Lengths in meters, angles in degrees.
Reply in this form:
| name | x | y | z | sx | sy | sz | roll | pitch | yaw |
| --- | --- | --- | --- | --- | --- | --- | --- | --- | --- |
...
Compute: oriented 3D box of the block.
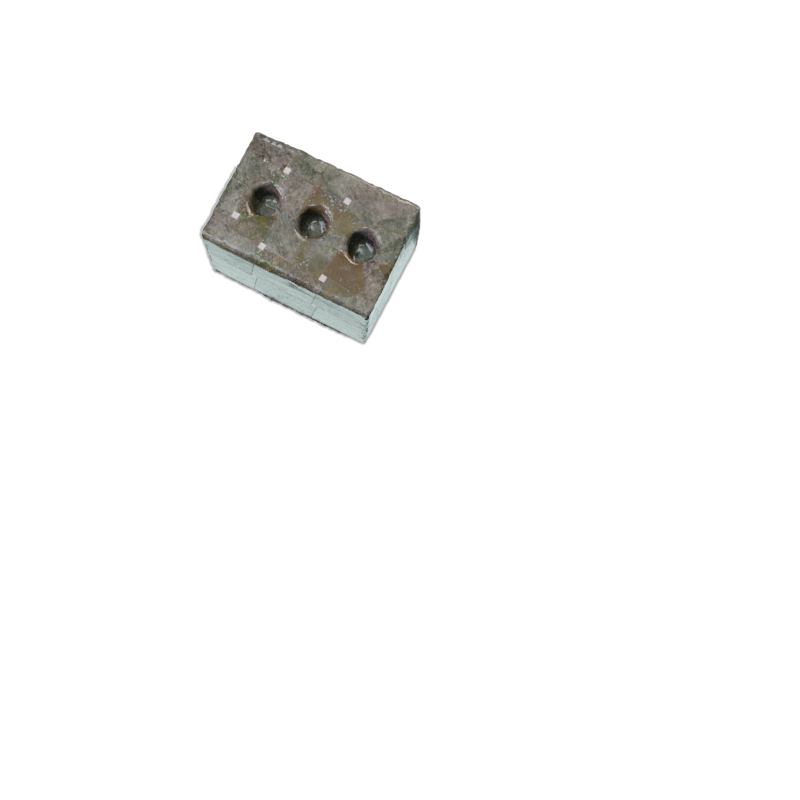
| name | x | y | z | sx | sy | sz | roll | pitch | yaw |
| --- | --- | --- | --- | --- | --- | --- | --- | --- | --- |
| block | -0.037 | -0.067 | 0.469 | 0.079 | 0.054 | 0.049 | 25 | -14 | 6 |
